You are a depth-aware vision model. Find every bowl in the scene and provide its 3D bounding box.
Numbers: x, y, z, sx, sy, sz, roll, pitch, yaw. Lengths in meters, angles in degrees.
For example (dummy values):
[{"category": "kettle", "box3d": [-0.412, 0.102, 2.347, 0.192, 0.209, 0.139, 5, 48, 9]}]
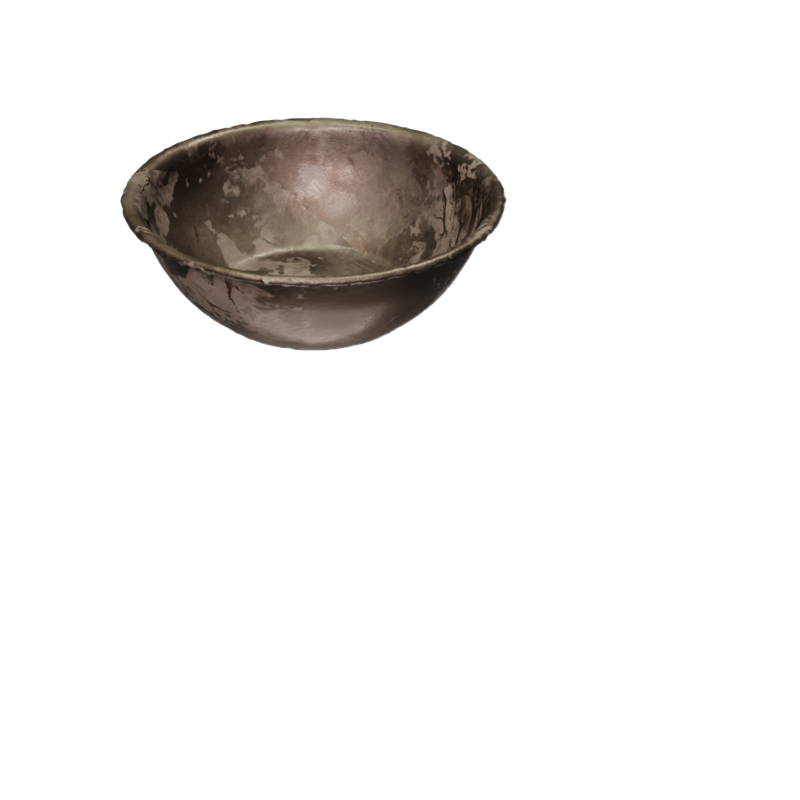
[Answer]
[{"category": "bowl", "box3d": [-0.038, -0.069, 0.482, 0.162, 0.052, 0.173, -1, 33, -2]}]
